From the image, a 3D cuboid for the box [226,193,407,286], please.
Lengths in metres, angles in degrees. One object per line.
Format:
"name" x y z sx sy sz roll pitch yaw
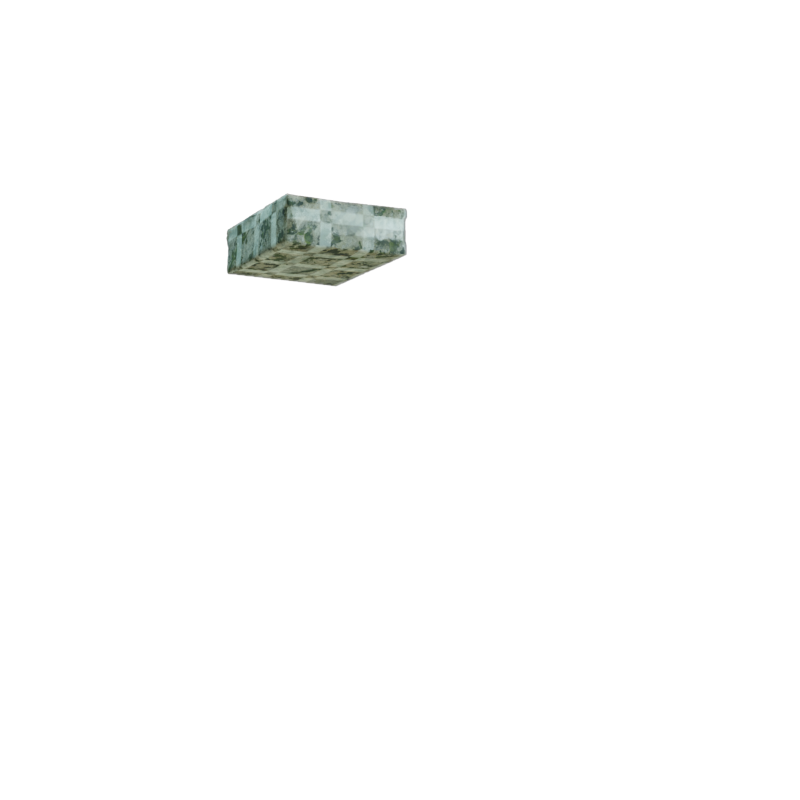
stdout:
"box" -0.049 -0.089 0.625 0.070 0.031 0.090 4 -8 -28
